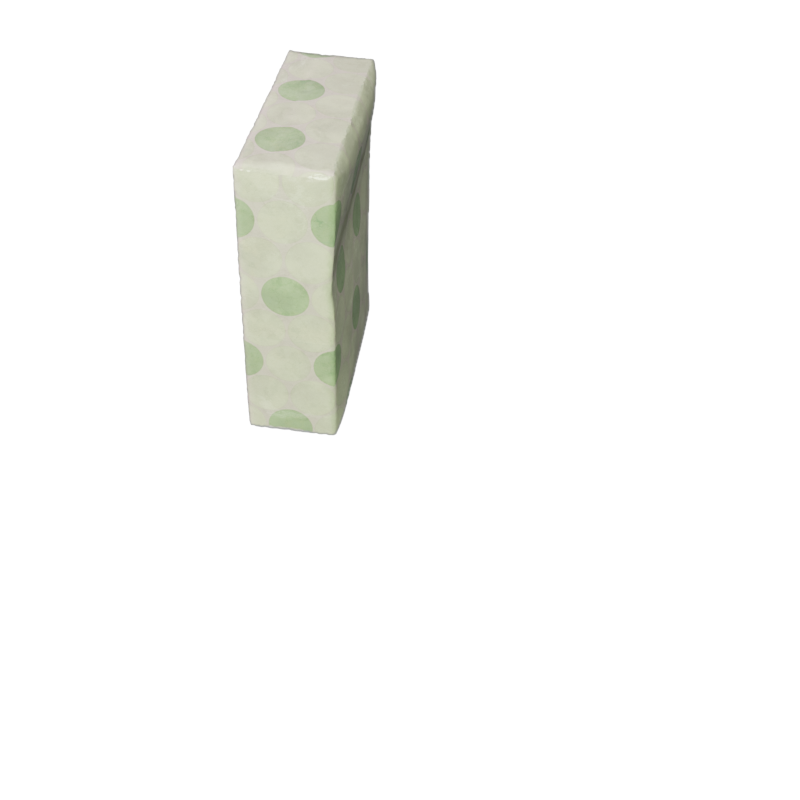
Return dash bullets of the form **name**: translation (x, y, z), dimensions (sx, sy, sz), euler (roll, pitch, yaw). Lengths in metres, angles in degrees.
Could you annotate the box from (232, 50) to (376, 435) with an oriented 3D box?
- **box**: translation (-0.060, -0.110, 0.772), dimensions (0.072, 0.200, 0.174), euler (6, 39, 4)
